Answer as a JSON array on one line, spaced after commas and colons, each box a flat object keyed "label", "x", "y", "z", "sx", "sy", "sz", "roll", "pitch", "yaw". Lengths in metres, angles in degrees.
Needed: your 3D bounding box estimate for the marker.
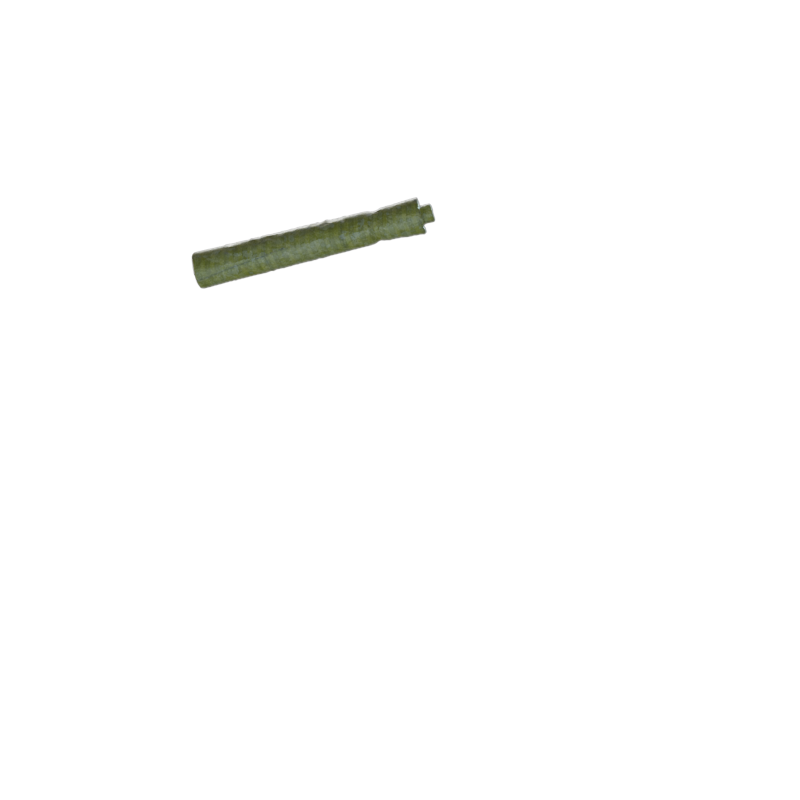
[{"label": "marker", "x": -0.043, "y": -0.078, "z": 0.546, "sx": 0.121, "sy": 0.020, "sz": 0.020, "roll": -13, "pitch": 3, "yaw": 8}]
